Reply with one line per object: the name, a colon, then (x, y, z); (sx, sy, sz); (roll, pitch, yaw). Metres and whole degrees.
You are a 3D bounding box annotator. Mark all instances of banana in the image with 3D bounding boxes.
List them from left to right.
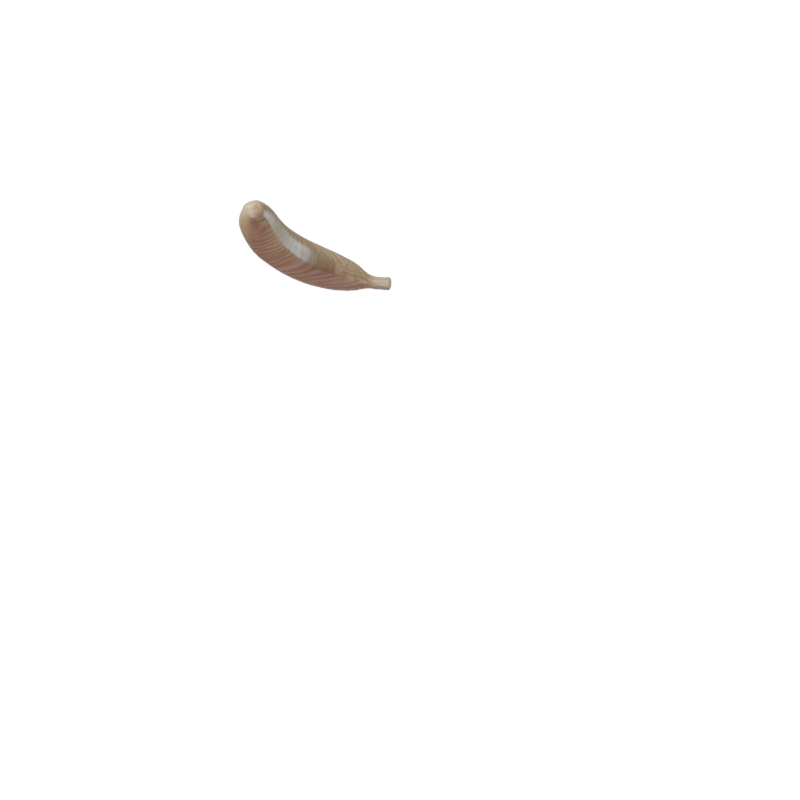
banana: (-0.090, -0.136, 0.992); (0.071, 0.039, 0.185); (-14, -22, 35)
